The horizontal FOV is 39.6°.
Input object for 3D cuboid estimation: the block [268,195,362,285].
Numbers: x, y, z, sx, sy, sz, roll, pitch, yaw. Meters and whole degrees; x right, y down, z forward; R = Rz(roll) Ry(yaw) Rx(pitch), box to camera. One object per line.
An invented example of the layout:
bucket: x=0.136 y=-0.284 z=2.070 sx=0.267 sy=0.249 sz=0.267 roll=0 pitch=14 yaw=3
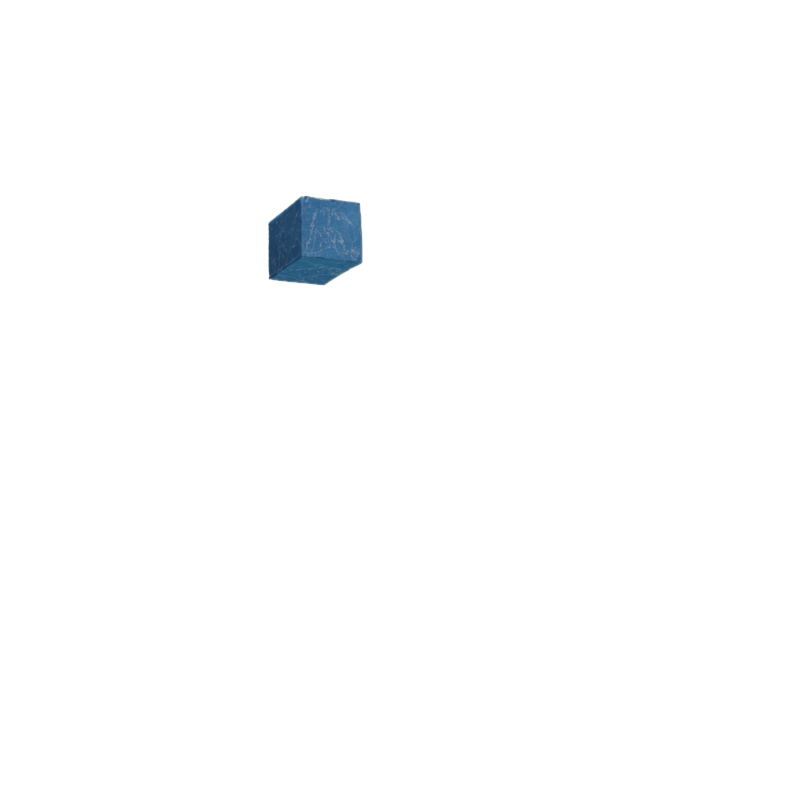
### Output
block: x=-0.070 y=-0.128 z=0.893 sx=0.051 sy=0.053 sz=0.078 roll=5 pitch=-12 yaw=-26
